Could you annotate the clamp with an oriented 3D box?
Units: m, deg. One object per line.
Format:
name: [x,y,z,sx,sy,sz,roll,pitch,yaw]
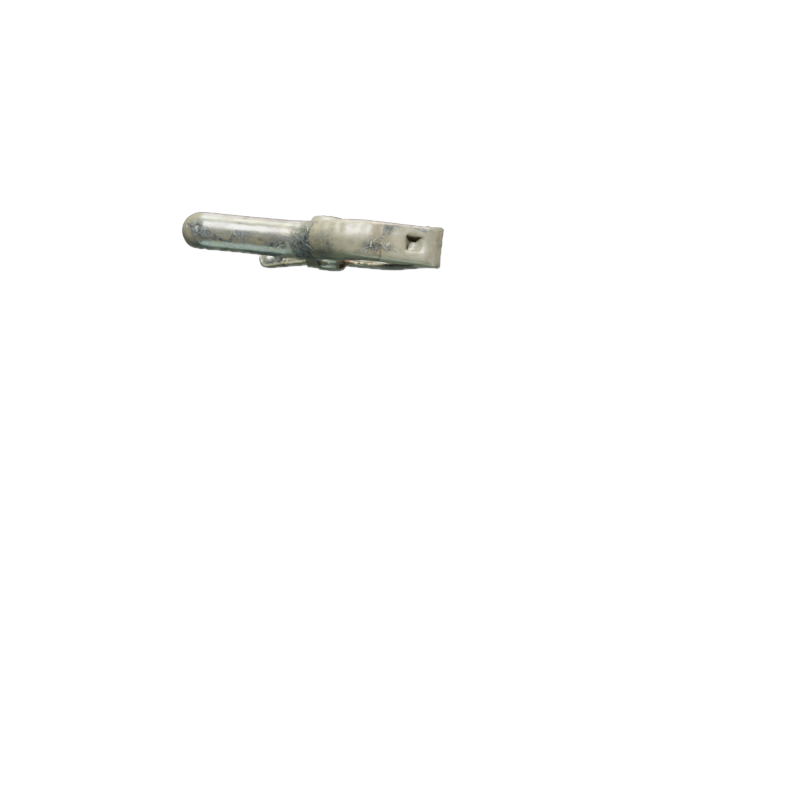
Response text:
clamp: [-0.059,-0.107,0.751,0.178,0.039,0.116,3,4,33]
